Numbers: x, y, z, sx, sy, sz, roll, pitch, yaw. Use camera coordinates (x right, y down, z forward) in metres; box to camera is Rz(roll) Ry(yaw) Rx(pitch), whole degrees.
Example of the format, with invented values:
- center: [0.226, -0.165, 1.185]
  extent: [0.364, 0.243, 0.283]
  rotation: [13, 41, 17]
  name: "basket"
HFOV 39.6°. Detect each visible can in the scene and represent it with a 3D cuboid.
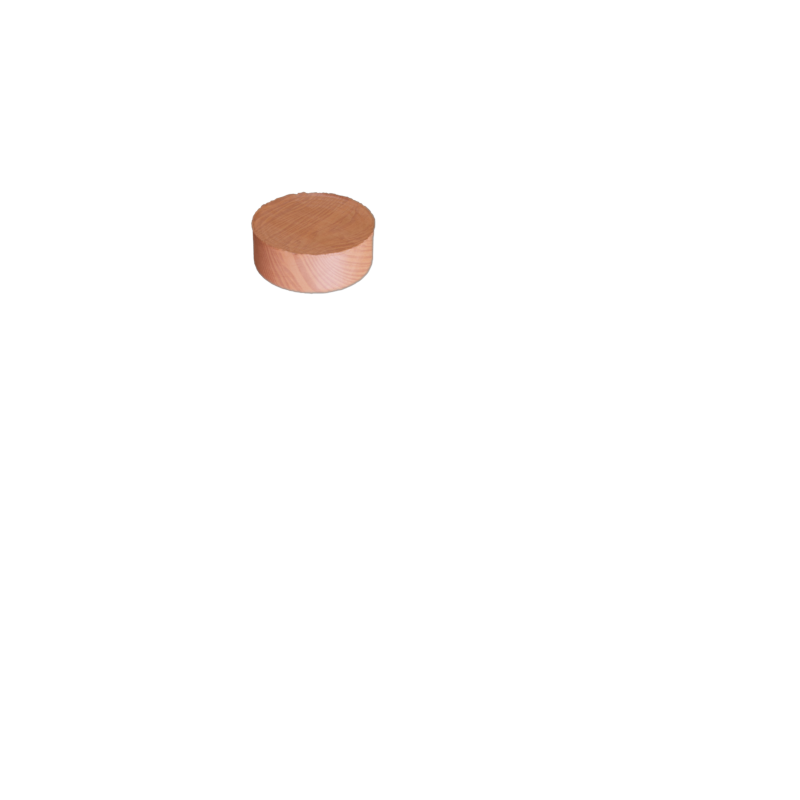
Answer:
- center: [-0.061, -0.110, 0.774]
  extent: [0.086, 0.031, 0.092]
  rotation: [-1, 37, -2]
  name: "can"
